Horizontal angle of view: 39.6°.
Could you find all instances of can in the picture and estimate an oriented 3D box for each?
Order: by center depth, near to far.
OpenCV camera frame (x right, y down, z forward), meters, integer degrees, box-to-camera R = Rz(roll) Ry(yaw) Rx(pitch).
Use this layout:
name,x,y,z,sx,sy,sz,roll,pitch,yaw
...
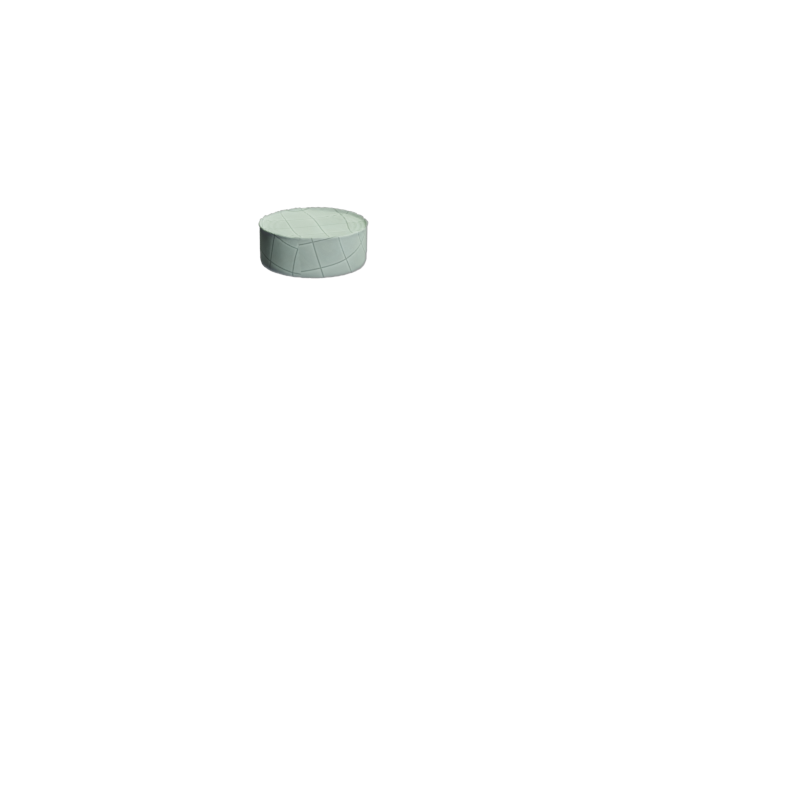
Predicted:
name,x,y,z,sx,sy,sz,roll,pitch,yaw
can,-0.068,-0.124,0.872,0.086,0.032,0.090,-1,24,-2
